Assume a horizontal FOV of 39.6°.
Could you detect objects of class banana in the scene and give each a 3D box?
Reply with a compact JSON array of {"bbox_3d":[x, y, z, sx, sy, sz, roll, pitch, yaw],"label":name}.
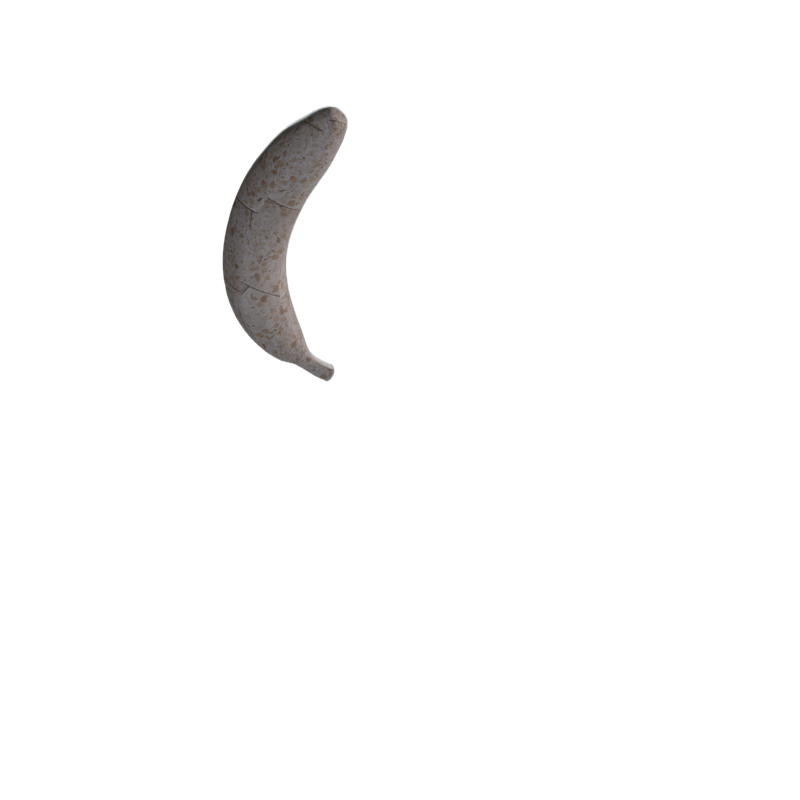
[{"bbox_3d":[-0.069,-0.090,0.646,0.069,0.185,0.039,2,44,-3],"label":"banana"}]
